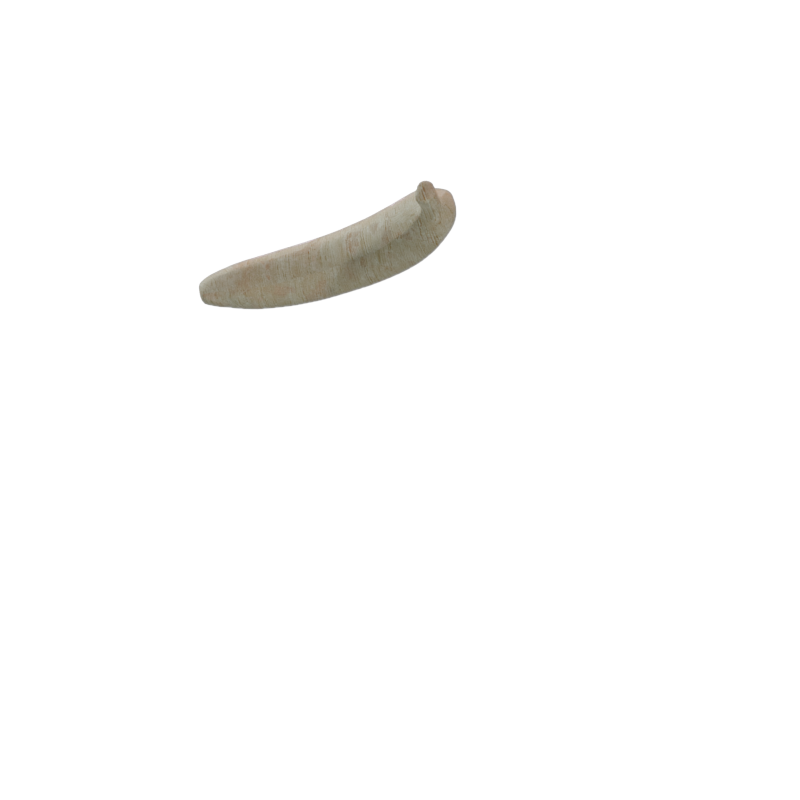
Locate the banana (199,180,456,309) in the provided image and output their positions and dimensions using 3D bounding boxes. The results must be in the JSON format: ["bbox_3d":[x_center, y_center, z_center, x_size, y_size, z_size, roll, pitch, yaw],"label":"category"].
[{"bbox_3d":[-0.035,-0.089,0.655,0.199,0.039,0.065,-19,-28,41],"label":"banana"}]
